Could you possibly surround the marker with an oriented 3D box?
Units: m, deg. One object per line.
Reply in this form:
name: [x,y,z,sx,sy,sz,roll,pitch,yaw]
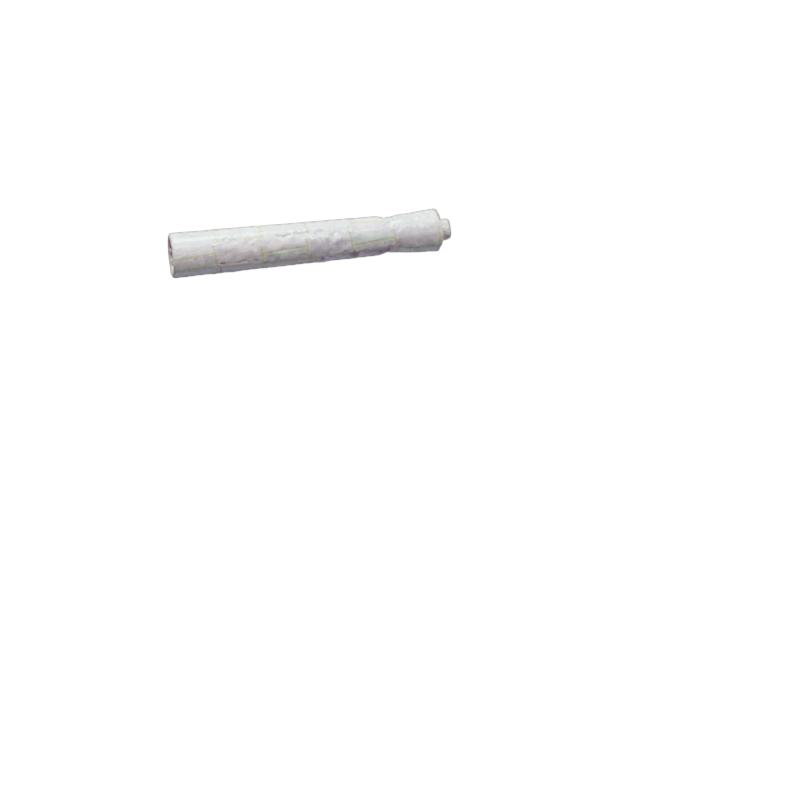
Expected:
marker: [-0.037,-0.067,0.467,0.119,0.020,0.020,-7,6,-13]
